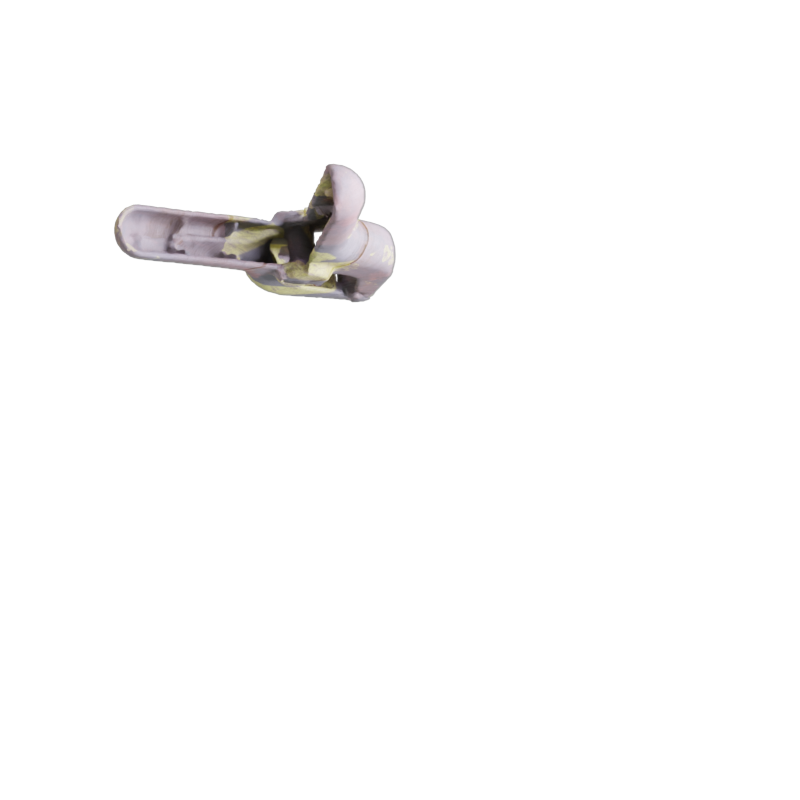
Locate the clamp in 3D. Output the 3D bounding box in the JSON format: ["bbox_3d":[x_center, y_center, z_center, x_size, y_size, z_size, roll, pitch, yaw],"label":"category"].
[{"bbox_3d":[-0.043,-0.078,0.547,0.124,0.040,0.164,-2,-3,30],"label":"clamp"}]
